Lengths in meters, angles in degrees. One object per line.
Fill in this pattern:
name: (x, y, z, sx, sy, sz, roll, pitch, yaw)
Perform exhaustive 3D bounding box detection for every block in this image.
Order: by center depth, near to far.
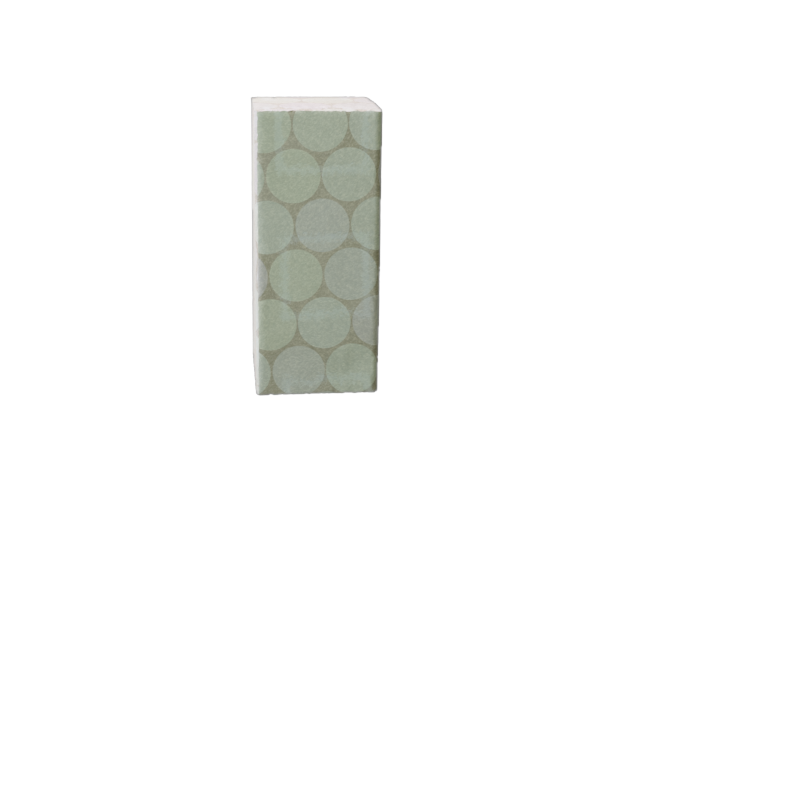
block: (-0.064, -0.117, 0.822, 0.090, 0.199, 0.094, -1, 16, -7)
